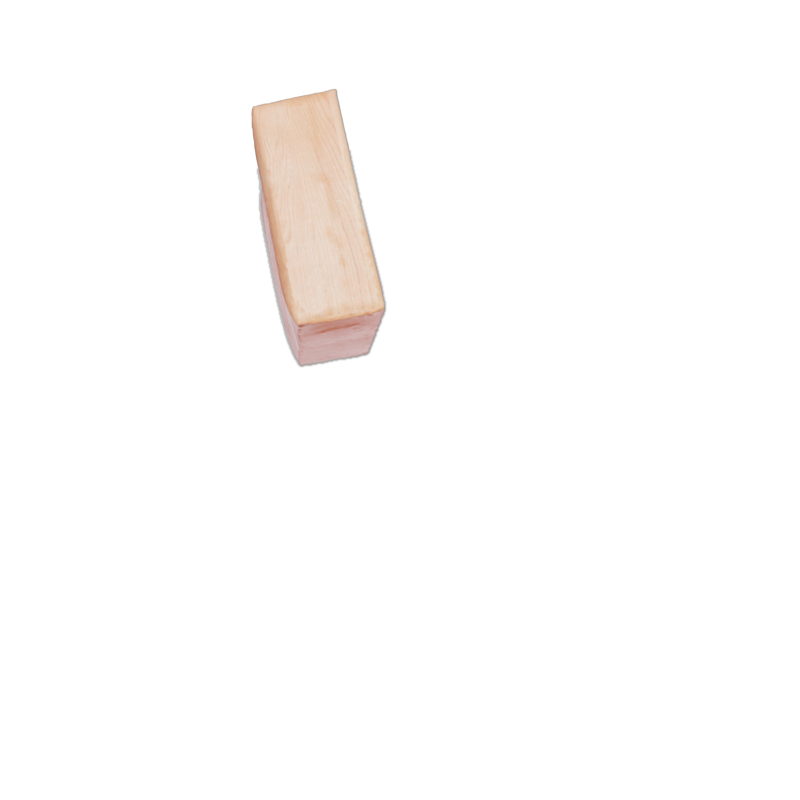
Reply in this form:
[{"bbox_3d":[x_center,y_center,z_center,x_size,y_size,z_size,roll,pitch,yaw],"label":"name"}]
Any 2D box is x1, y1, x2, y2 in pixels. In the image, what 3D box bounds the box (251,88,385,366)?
[{"bbox_3d":[-0.068,-0.123,0.862,0.071,0.169,0.209,-12,-8,-5],"label":"box"}]
